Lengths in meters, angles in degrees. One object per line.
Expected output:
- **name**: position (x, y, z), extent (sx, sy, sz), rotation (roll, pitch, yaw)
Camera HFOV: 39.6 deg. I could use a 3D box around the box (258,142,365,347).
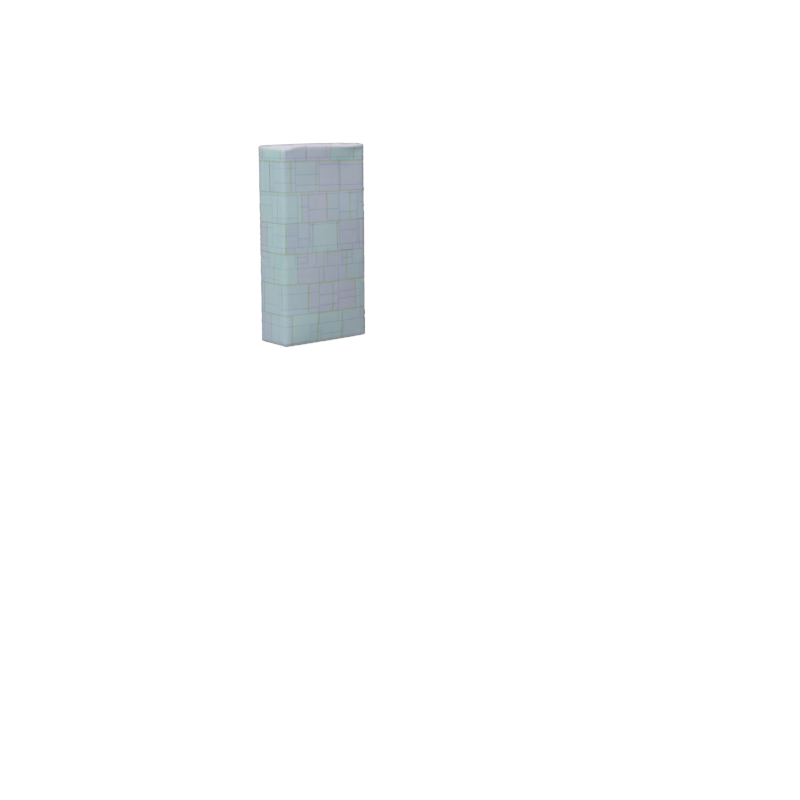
- **box**: position (-0.078, -0.142, 0.998), extent (0.091, 0.172, 0.051), rotation (-8, 13, -38)
